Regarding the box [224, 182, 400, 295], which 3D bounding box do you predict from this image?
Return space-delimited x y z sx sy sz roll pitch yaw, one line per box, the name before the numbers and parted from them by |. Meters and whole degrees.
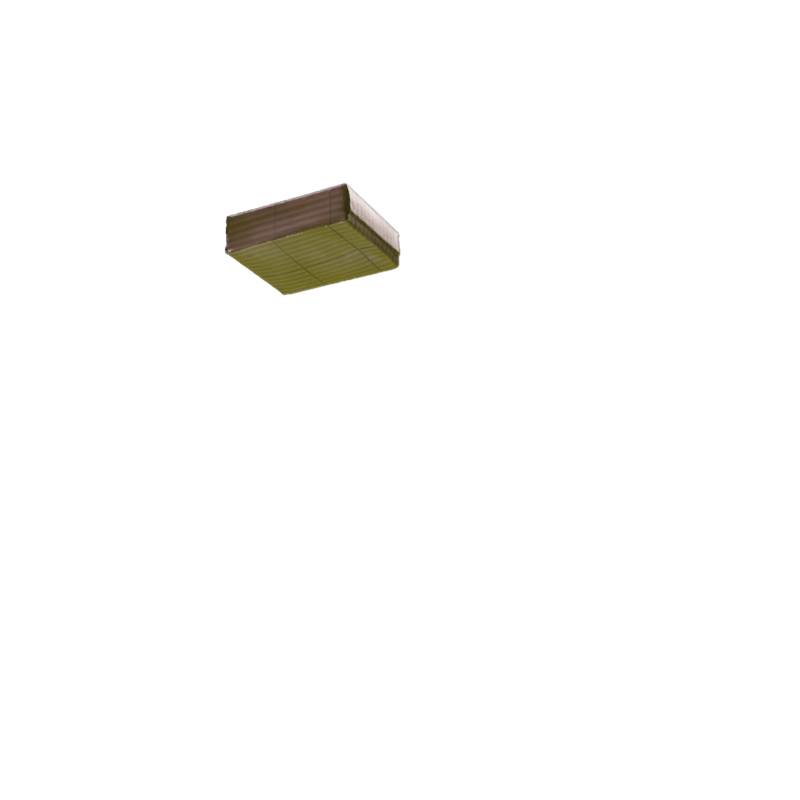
box | -0.069 -0.126 0.881 0.115 0.041 0.083 -12 -27 25
